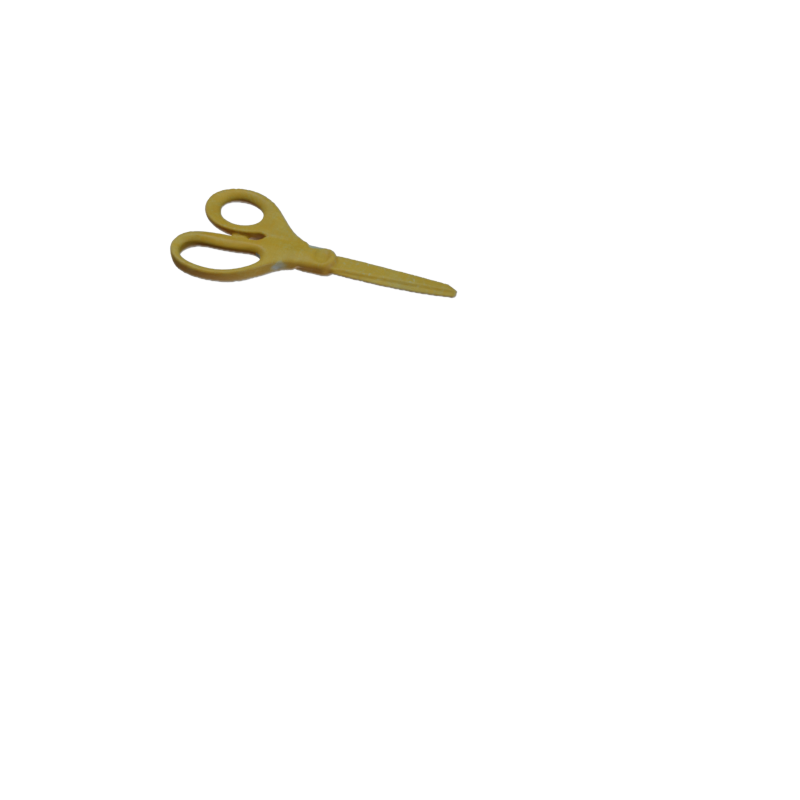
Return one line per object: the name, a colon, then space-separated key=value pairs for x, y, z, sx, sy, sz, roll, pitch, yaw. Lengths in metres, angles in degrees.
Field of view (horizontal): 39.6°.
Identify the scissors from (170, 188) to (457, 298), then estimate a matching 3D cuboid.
scissors: x=-0.062 y=-0.114 z=0.795 sx=0.202 sy=0.103 sz=0.015 roll=2 pitch=-41 yaw=2
